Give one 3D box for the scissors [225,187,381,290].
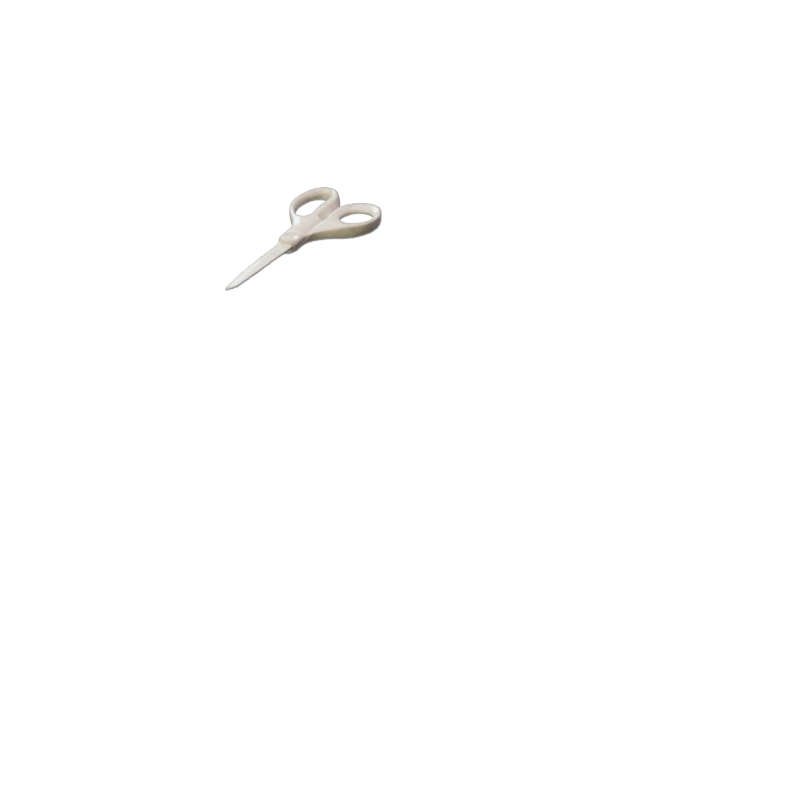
[{"bbox_3d":[-0.077,-0.140,0.984,0.098,0.015,0.211,7,35,10],"label":"scissors"}]
